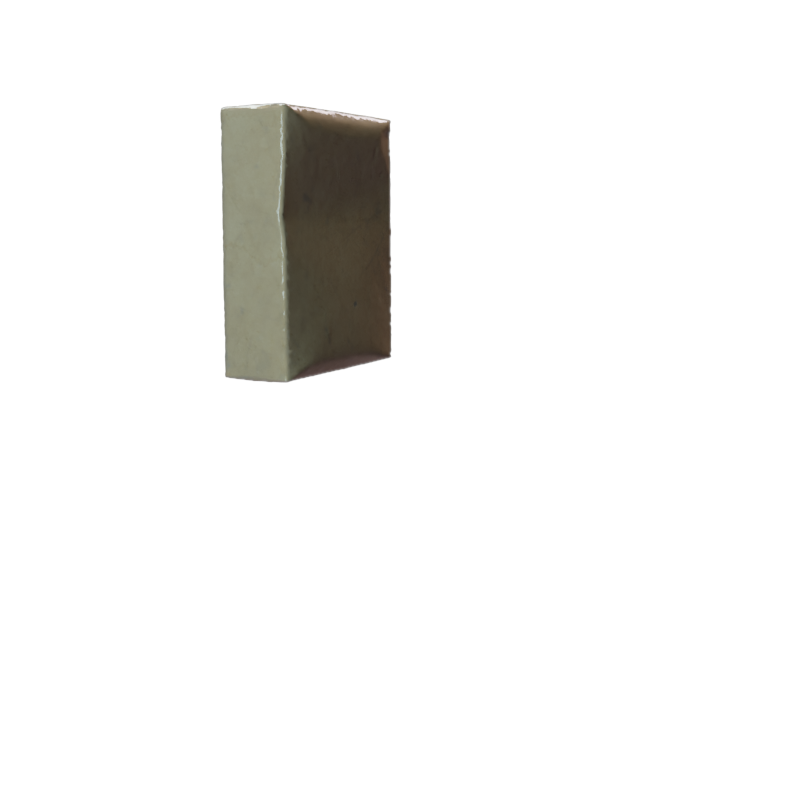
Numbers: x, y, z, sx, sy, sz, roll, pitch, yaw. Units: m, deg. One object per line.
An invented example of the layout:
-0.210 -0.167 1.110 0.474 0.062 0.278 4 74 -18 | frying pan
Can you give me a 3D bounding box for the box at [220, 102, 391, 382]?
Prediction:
-0.072 -0.131 0.916 0.074 0.213 0.159 1 4 31 | box
